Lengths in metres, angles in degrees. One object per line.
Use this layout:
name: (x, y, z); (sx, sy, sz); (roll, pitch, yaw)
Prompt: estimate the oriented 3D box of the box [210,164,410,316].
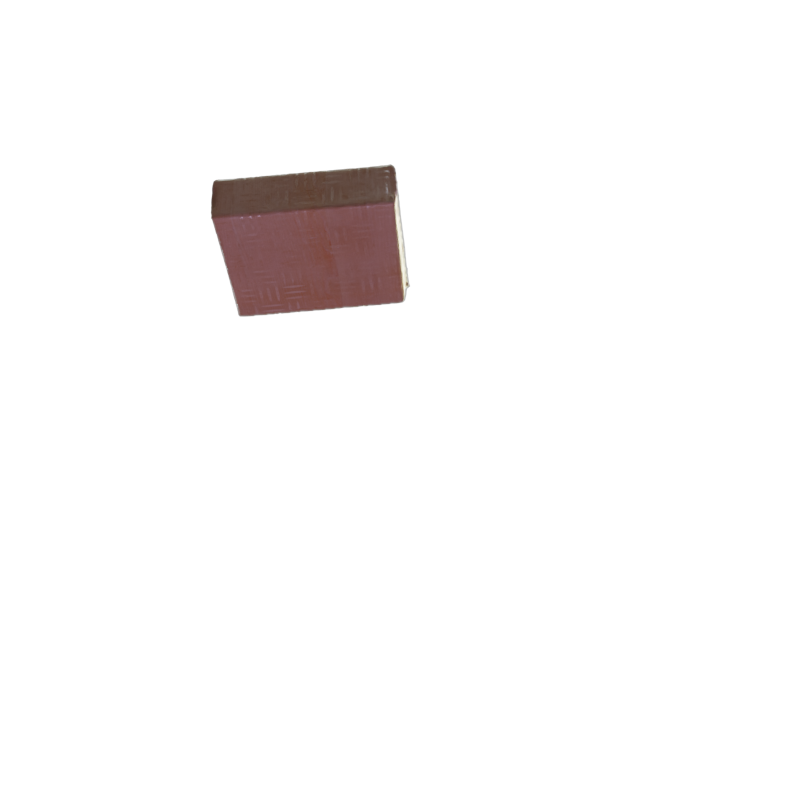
box: (-0.043, -0.078, 0.546); (0.090, 0.032, 0.068); (-4, -39, 5)
